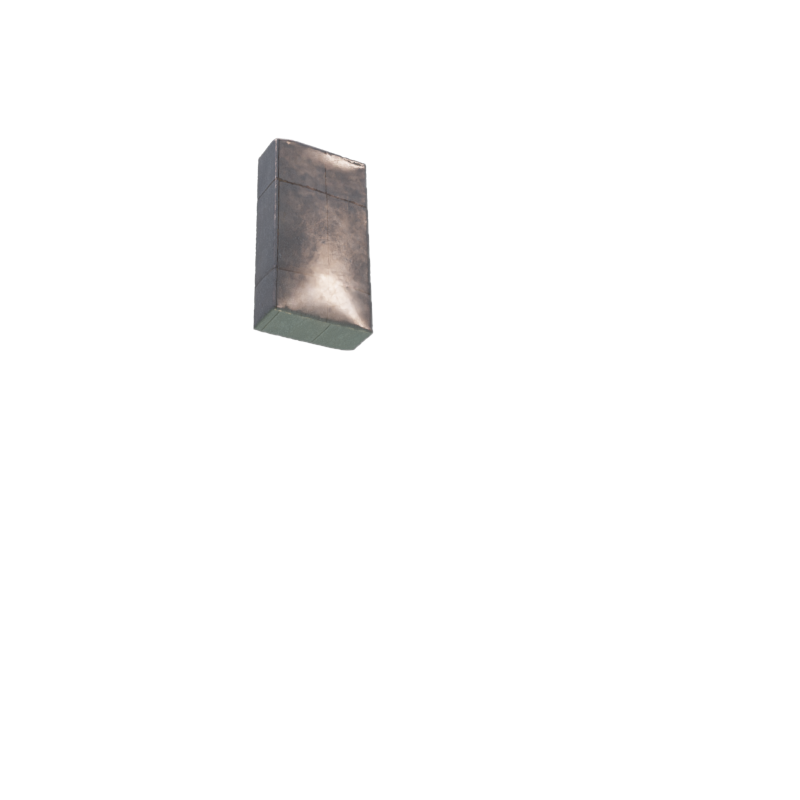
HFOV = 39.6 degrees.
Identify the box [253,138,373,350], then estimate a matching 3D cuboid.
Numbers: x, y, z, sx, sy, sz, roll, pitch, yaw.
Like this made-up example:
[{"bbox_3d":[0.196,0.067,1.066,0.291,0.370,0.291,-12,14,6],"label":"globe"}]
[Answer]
[{"bbox_3d":[-0.073,-0.134,0.938,0.089,0.188,0.047,13,-33,-25],"label":"box"}]
